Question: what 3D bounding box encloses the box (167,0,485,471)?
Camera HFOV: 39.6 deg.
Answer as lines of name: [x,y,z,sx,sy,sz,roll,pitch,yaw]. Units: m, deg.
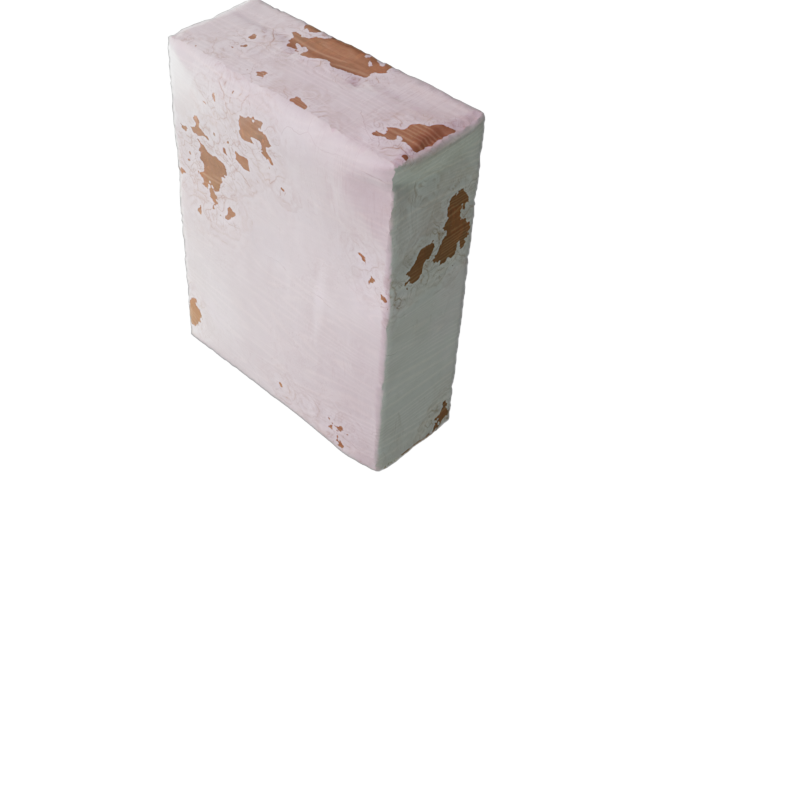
box: [-0.047,-0.086,0.604,0.072,0.199,0.175,-33,54,-32]
